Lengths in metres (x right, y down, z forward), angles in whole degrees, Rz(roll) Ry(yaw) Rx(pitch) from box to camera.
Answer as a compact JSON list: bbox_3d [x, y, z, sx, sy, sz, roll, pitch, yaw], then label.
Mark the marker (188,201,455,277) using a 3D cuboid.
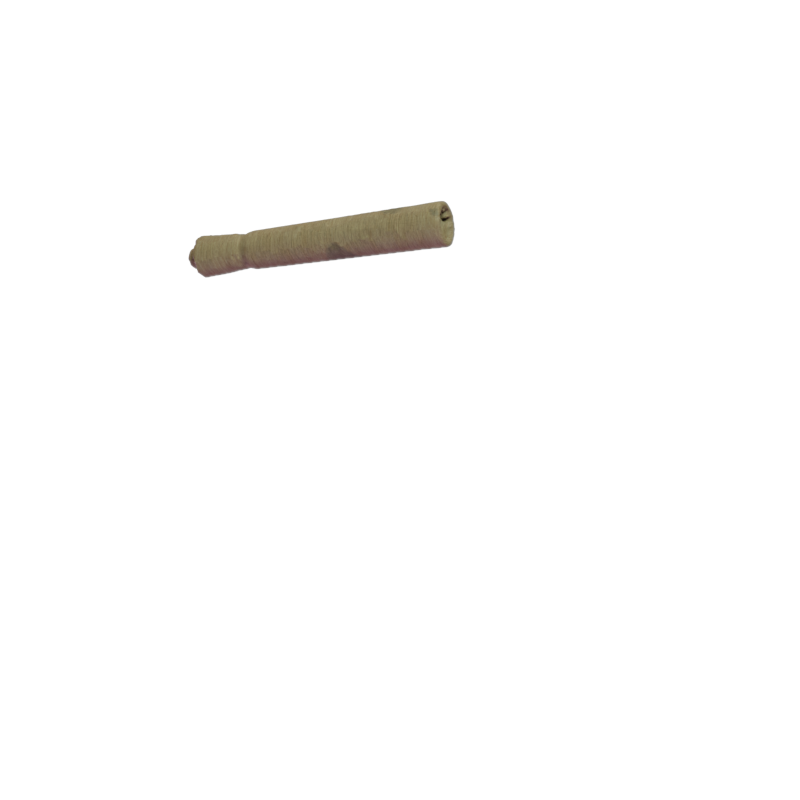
[{"bbox_3d":[-0.037,-0.067,0.470,0.124,0.020,0.019,-4,2,26],"label":"marker"}]
